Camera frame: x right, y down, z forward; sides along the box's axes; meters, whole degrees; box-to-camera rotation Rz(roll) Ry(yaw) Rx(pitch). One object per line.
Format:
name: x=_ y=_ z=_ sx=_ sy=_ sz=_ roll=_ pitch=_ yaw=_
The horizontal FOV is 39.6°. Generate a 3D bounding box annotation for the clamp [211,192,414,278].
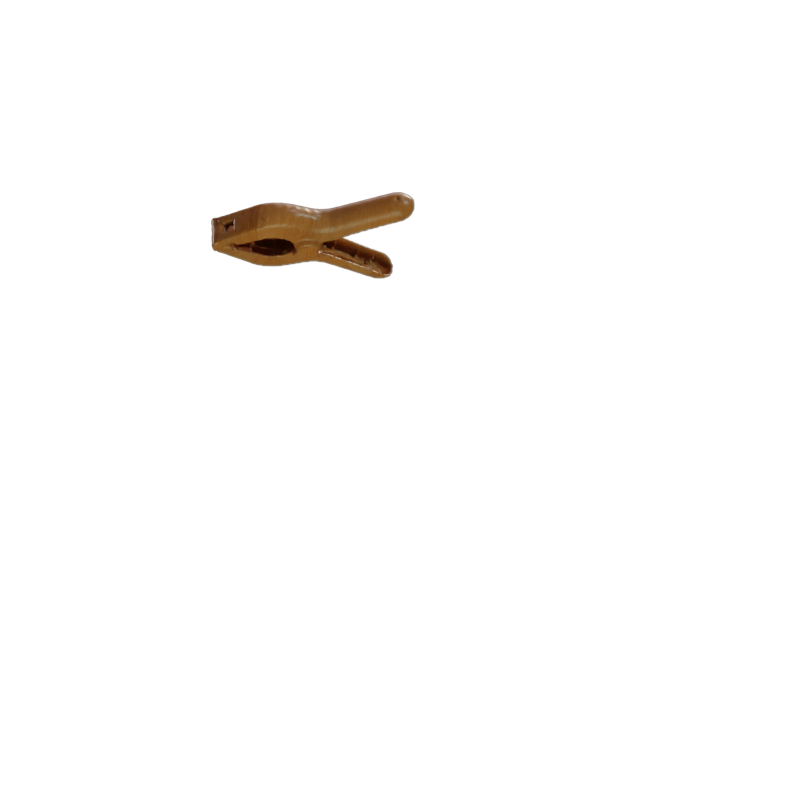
clamp: x=-0.075 y=-0.137 z=0.956 sx=0.172 sy=0.042 sz=0.112 roll=-1 pitch=-31 yaw=1
